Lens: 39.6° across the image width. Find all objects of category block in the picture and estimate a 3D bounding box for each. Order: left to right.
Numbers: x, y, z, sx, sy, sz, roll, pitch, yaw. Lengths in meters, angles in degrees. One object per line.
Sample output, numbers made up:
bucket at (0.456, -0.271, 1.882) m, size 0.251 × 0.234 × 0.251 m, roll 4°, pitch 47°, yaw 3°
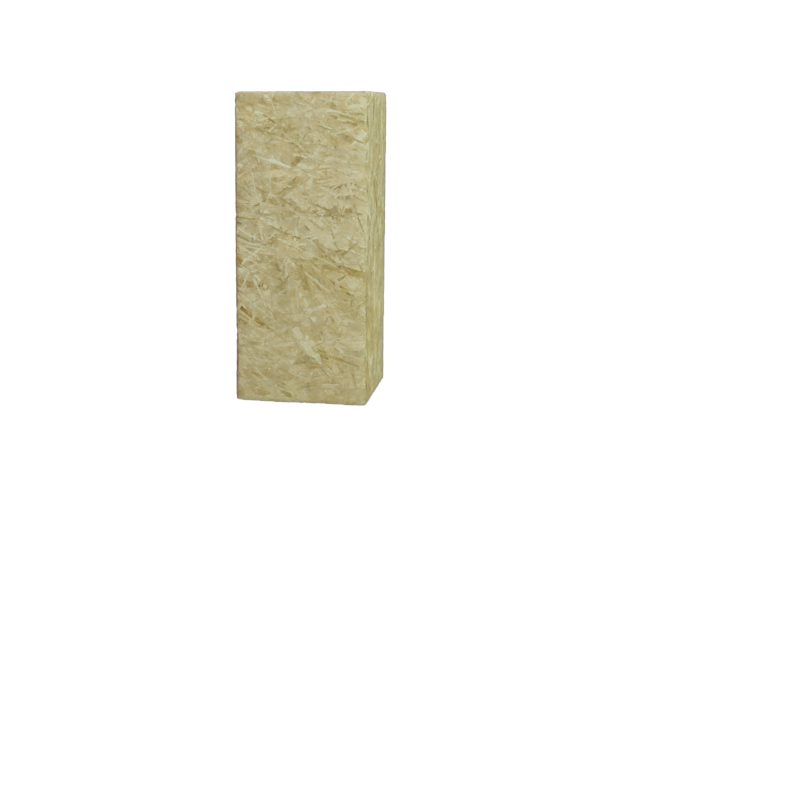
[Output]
block at (-0.059, -0.109, 0.766) m, size 0.091 × 0.203 × 0.091 m, roll 2°, pitch 8°, yaw 9°
